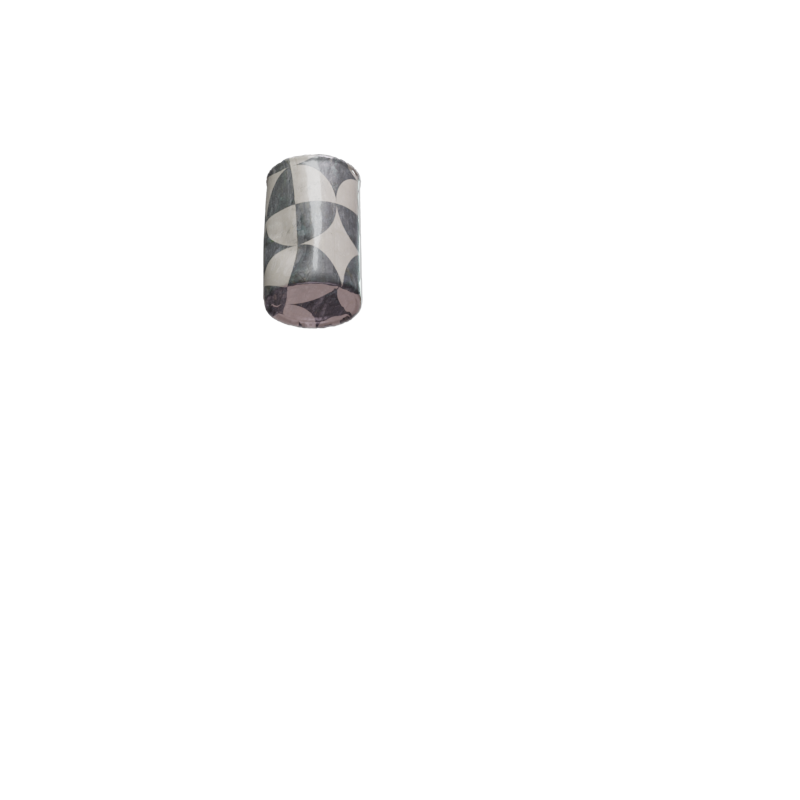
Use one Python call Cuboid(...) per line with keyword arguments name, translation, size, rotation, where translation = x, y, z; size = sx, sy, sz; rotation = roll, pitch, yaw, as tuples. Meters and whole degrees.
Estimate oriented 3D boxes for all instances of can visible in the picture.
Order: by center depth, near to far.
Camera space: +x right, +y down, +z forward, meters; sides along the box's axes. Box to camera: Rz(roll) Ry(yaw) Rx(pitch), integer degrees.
Cuboid(name="can", translation=(-0.060, -0.109, 0.765), size=(0.068, 0.109, 0.064), rotation=(0, -29, -2))
